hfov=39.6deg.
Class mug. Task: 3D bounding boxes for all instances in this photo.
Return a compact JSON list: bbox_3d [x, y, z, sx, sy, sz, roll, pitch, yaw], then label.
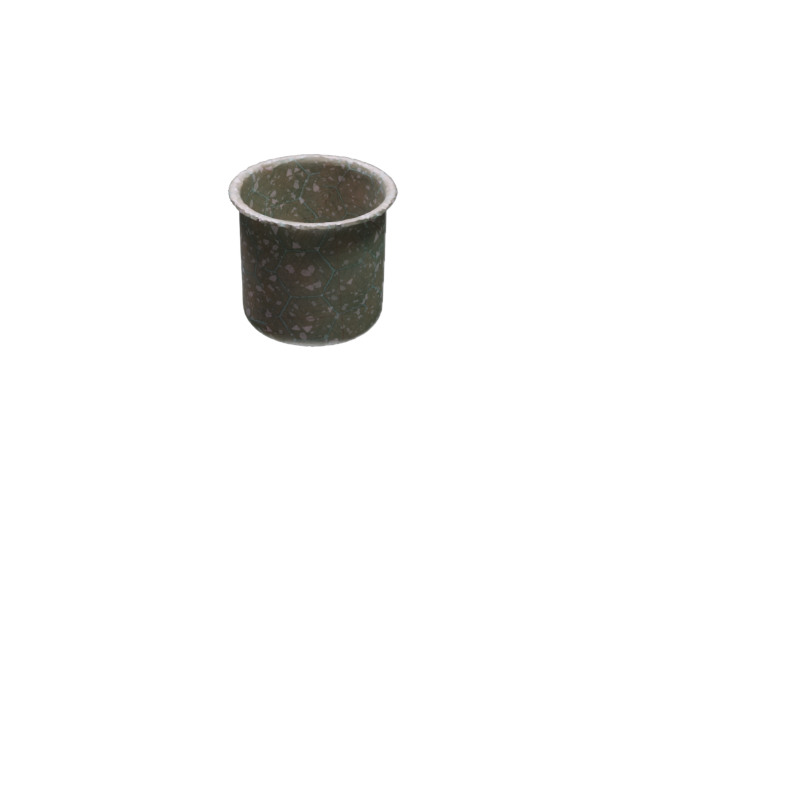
[{"bbox_3d":[-0.050,-0.091,0.639,0.093,0.077,0.125,0,33,-2],"label":"mug"}]
